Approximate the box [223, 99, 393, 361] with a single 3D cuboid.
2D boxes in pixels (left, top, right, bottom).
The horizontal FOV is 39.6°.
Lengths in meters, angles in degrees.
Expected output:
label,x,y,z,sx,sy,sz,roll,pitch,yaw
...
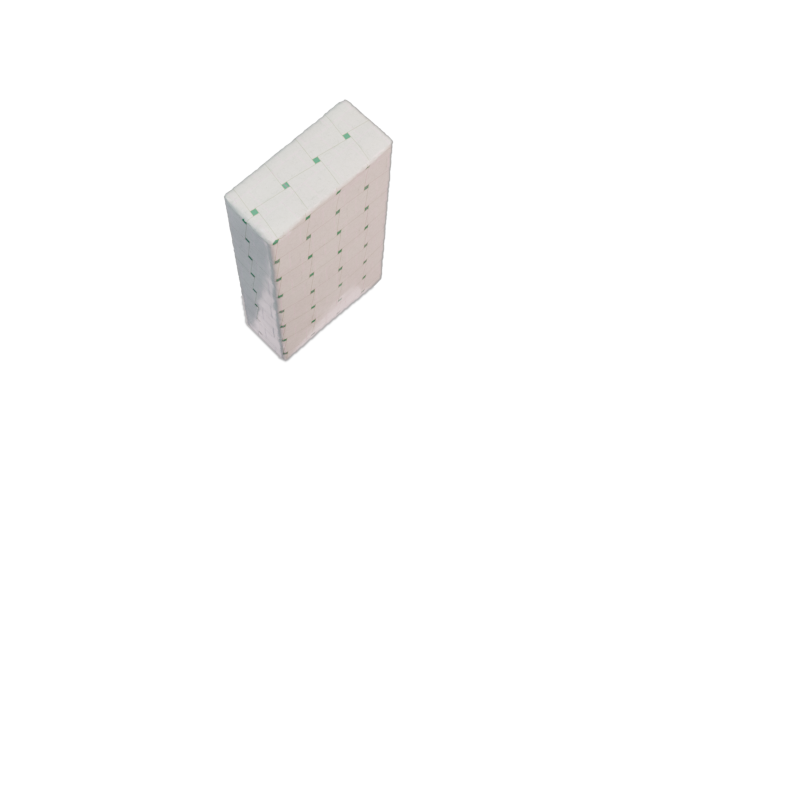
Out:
label,x,y,z,sx,sy,sz,roll,pitch,yaw
box,-0.052,-0.095,0.668,0.094,0.050,0.168,-43,-10,-15
